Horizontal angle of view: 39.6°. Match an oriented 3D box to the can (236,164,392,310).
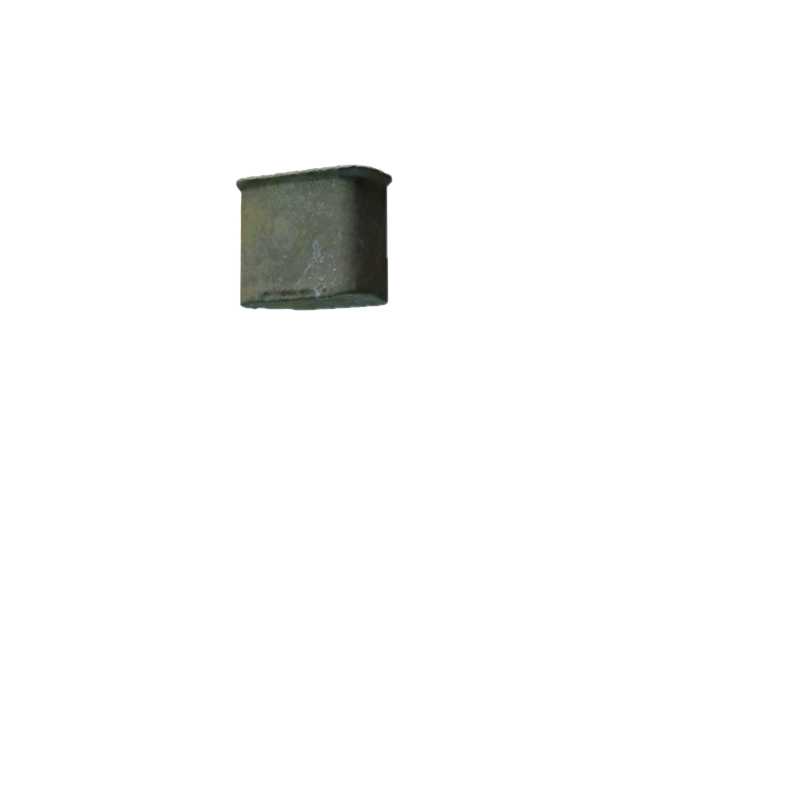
[{"bbox_3d":[-0.056,-0.103,0.723,0.105,0.086,0.055,-3,-8,27],"label":"can"}]
